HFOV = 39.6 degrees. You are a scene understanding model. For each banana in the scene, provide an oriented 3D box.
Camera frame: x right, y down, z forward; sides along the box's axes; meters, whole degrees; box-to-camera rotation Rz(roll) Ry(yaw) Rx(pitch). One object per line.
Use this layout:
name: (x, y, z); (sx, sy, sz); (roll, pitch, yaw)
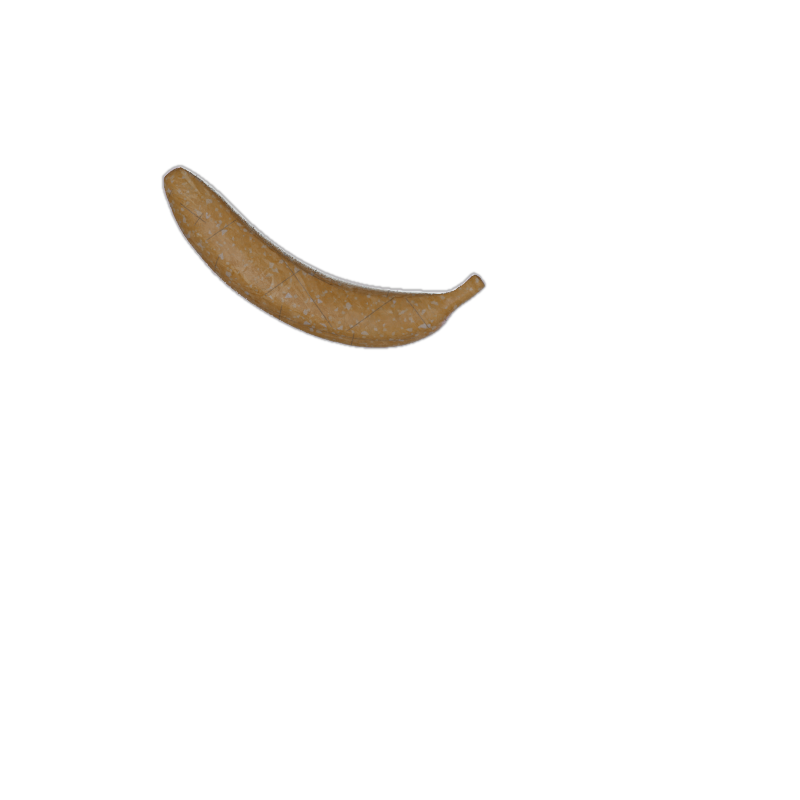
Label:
banana: (-0.054, -0.075, 0.657); (0.197, 0.069, 0.037); (19, 8, -2)
